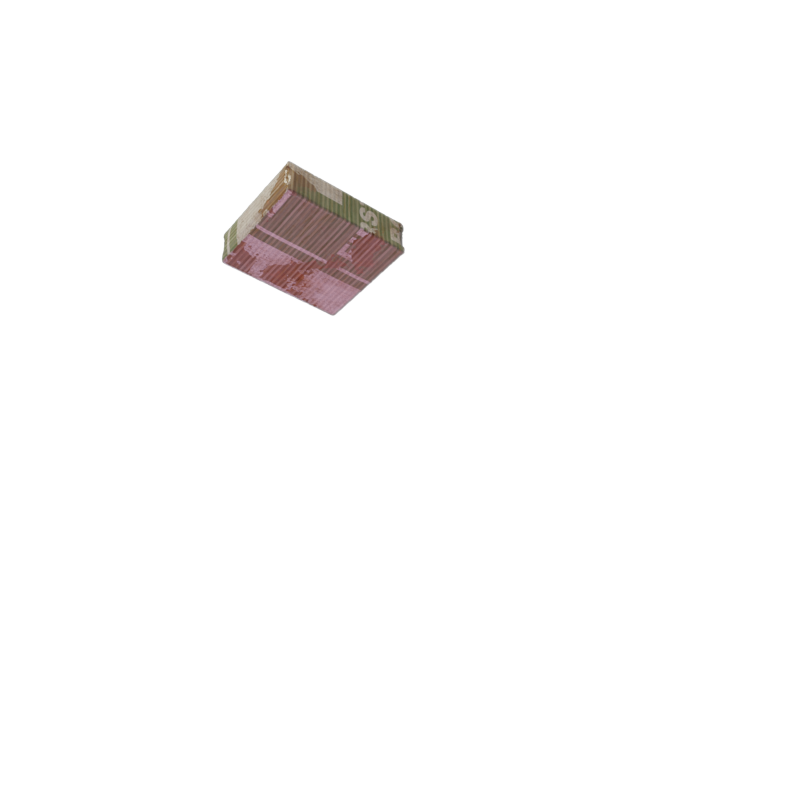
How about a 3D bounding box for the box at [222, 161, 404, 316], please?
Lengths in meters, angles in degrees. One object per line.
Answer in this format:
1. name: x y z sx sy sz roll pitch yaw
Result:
1. box: -0.053 -0.097 0.683 0.085 0.032 0.072 26 -48 -26
